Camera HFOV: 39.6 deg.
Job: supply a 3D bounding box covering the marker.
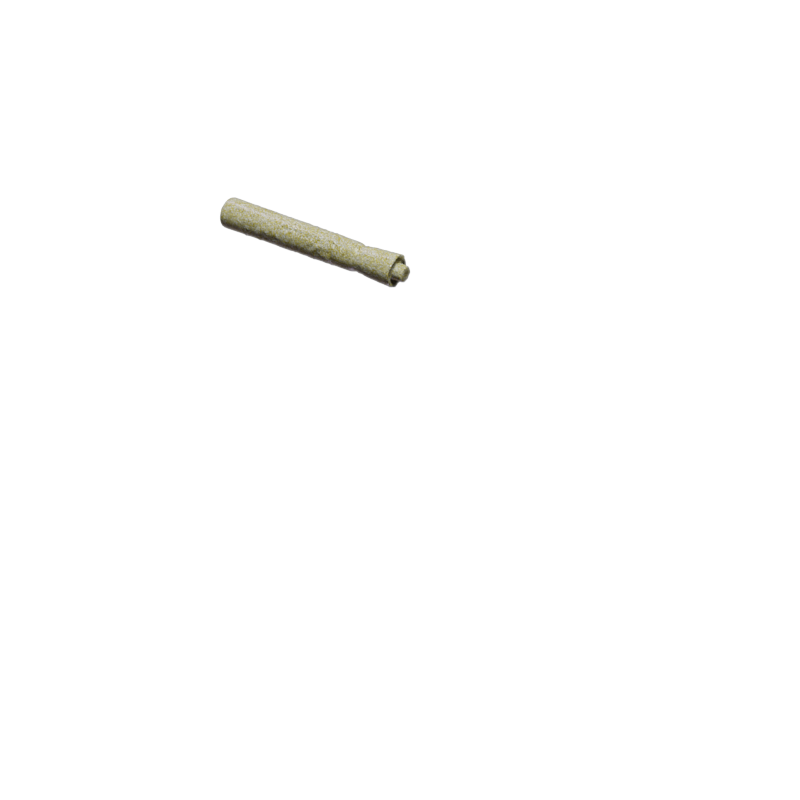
[{"bbox_3d":[-0.049,-0.089,0.622,0.127,0.019,0.019,23,14,28],"label":"marker"}]
